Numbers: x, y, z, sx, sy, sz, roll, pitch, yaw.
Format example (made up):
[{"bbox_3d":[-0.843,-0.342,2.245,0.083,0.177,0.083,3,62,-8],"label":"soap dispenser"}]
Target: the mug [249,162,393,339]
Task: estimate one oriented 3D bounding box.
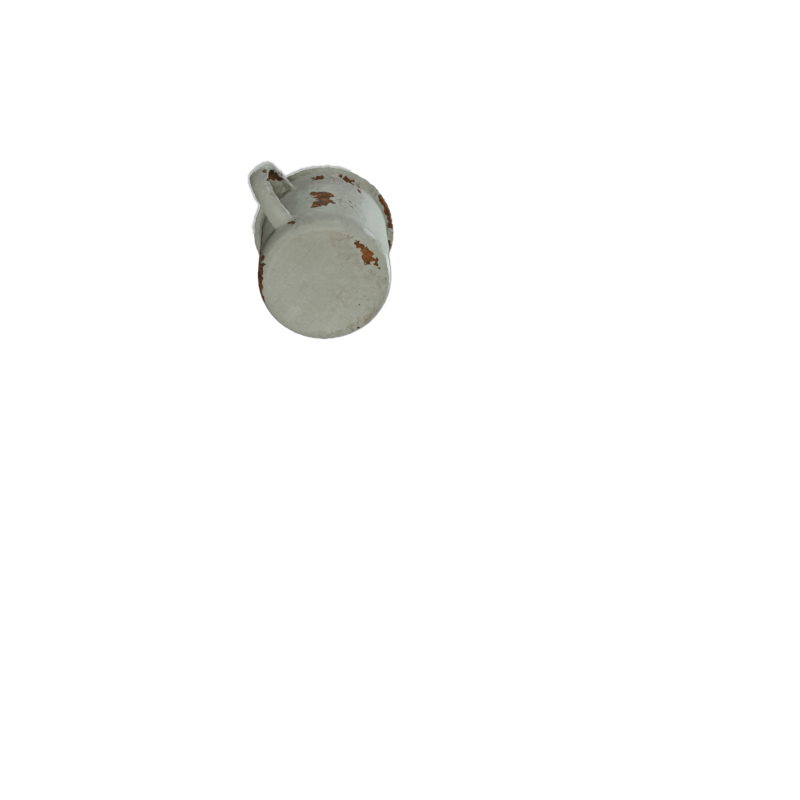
[{"bbox_3d":[-0.055,-0.100,0.698,0.093,0.111,0.086,-31,23,13],"label":"mug"}]
